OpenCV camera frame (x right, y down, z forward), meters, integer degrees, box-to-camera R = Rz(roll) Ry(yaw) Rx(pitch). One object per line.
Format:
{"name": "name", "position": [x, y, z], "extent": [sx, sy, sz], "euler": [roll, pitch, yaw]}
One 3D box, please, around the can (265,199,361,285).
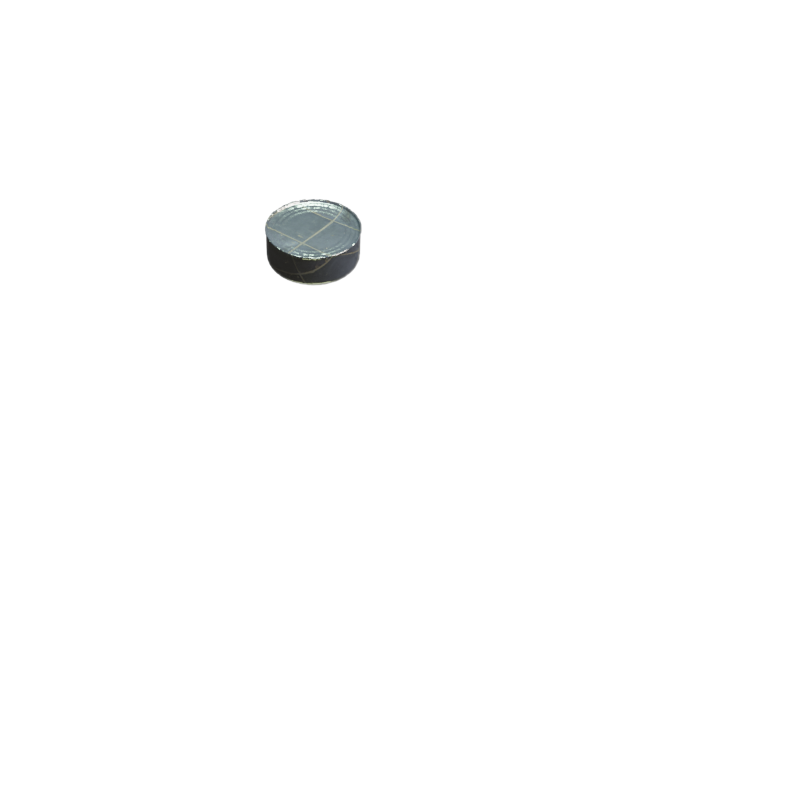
{"name": "can", "position": [-0.078, -0.142, 0.991], "extent": [0.086, 0.031, 0.092], "euler": [-1, 43, -2]}
